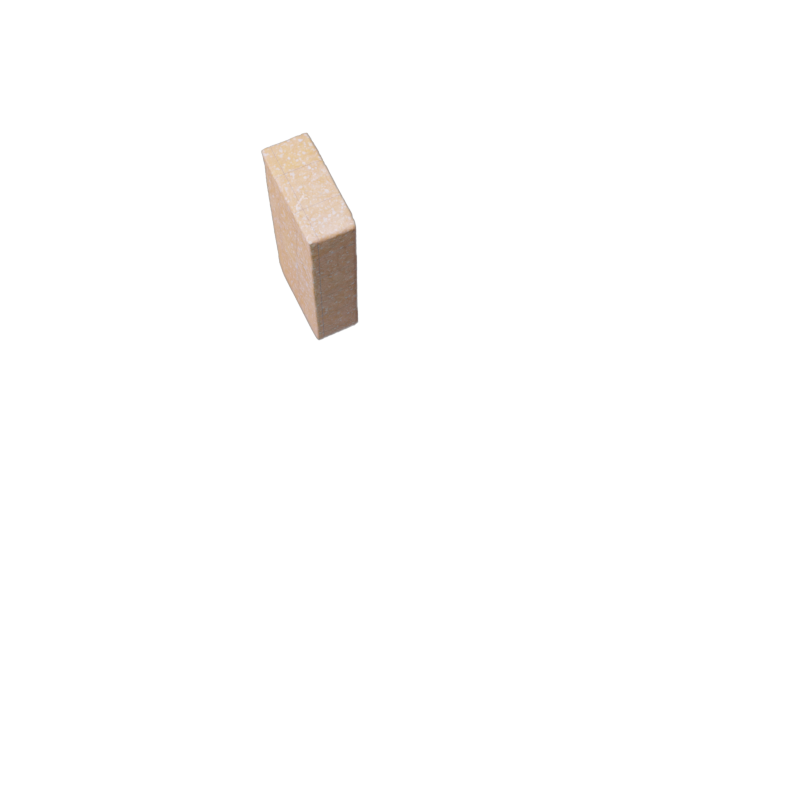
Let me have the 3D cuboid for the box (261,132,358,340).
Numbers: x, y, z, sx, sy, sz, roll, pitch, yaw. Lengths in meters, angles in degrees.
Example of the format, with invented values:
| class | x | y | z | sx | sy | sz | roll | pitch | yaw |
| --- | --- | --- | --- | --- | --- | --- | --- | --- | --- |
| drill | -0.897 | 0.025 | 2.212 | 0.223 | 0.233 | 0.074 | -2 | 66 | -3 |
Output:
| class | x | y | z | sx | sy | sz | roll | pitch | yaw |
| --- | --- | --- | --- | --- | --- | --- | --- | --- | --- |
| box | -0.070 | -0.127 | 0.893 | 0.048 | 0.099 | 0.167 | -22 | -20 | -12 |
